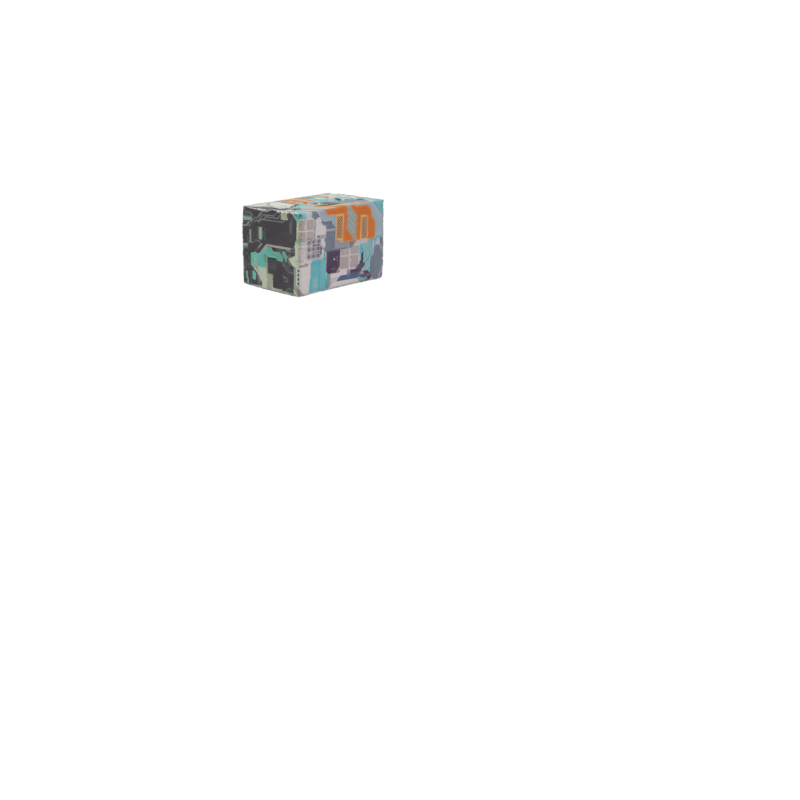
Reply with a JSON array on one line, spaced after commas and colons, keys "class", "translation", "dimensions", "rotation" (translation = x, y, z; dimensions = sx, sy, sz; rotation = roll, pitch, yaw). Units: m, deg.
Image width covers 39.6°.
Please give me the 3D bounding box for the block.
[{"class": "block", "translation": [-0.055, -0.100, 0.697], "dimensions": [0.055, 0.050, 0.076], "rotation": [13, 21, 39]}]
